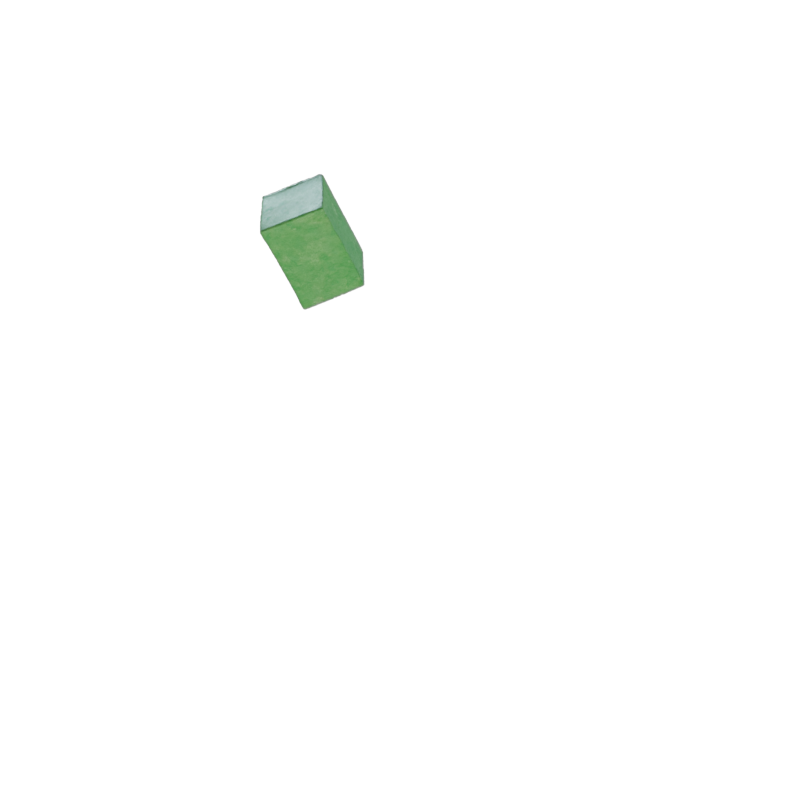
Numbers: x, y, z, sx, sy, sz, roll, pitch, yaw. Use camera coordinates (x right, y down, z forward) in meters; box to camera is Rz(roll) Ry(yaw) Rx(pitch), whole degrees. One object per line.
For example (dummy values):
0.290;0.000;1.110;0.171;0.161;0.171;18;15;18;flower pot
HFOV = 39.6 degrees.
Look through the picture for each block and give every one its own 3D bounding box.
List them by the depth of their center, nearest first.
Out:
-0.065;-0.119;0.835;0.053;0.073;0.055;-20;33;12;block
